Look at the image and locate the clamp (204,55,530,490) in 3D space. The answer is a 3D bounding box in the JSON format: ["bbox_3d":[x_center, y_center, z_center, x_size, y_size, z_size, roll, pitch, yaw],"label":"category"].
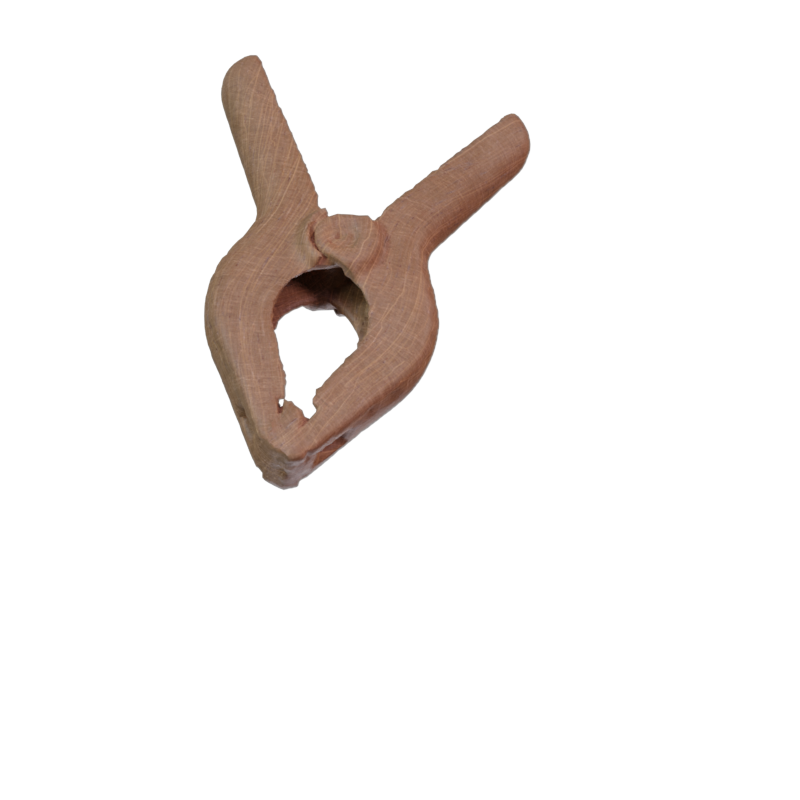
[{"bbox_3d":[-0.031,-0.056,0.393,0.123,0.179,0.037,16,-35,11],"label":"clamp"}]
